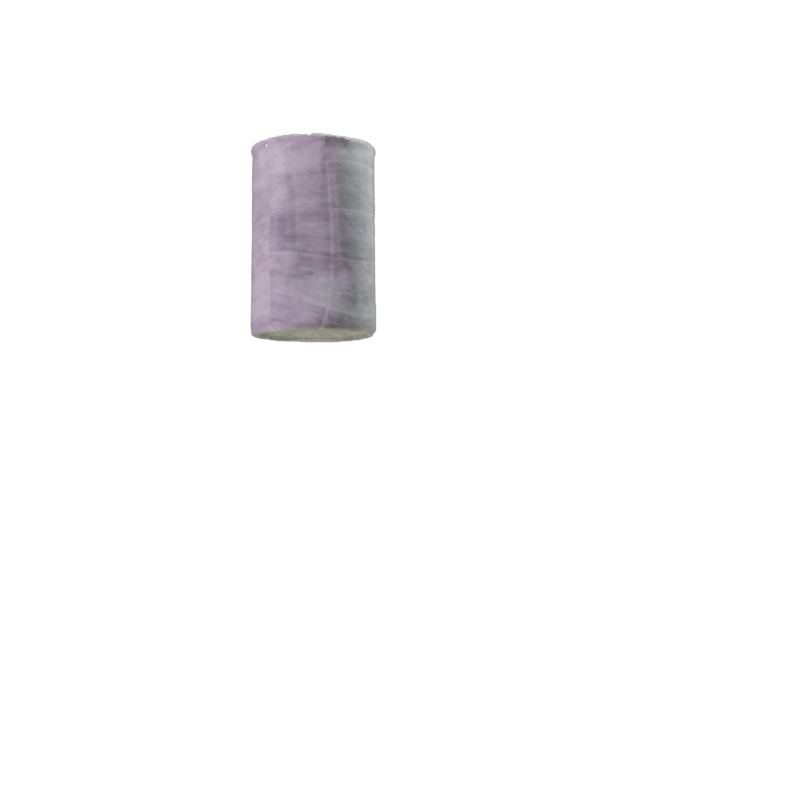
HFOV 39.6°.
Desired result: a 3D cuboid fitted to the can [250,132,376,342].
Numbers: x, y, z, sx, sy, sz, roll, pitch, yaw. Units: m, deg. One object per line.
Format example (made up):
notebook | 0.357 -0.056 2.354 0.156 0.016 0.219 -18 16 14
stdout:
can | -0.047 -0.085 0.595 0.068 0.105 0.067 0 -8 -2
